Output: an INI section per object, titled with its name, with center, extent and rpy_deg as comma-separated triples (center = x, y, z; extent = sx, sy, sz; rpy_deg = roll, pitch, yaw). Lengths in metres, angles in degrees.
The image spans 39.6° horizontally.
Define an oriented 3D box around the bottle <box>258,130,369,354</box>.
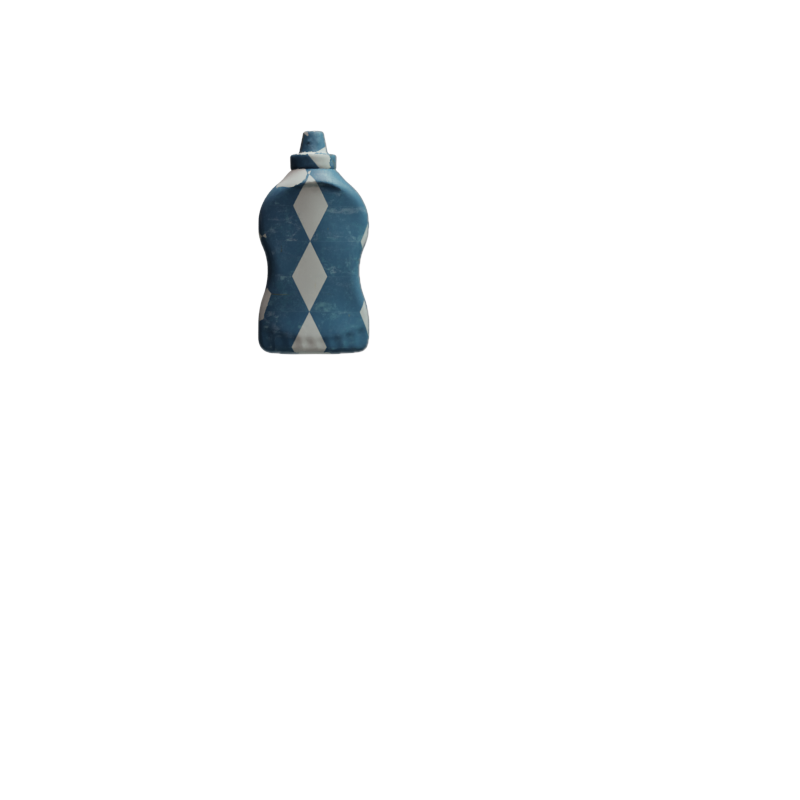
[bottle]
center = -0.076, -0.138, 0.964
extent = 0.096, 0.191, 0.059
rpy_deg = 0, 1, -4
